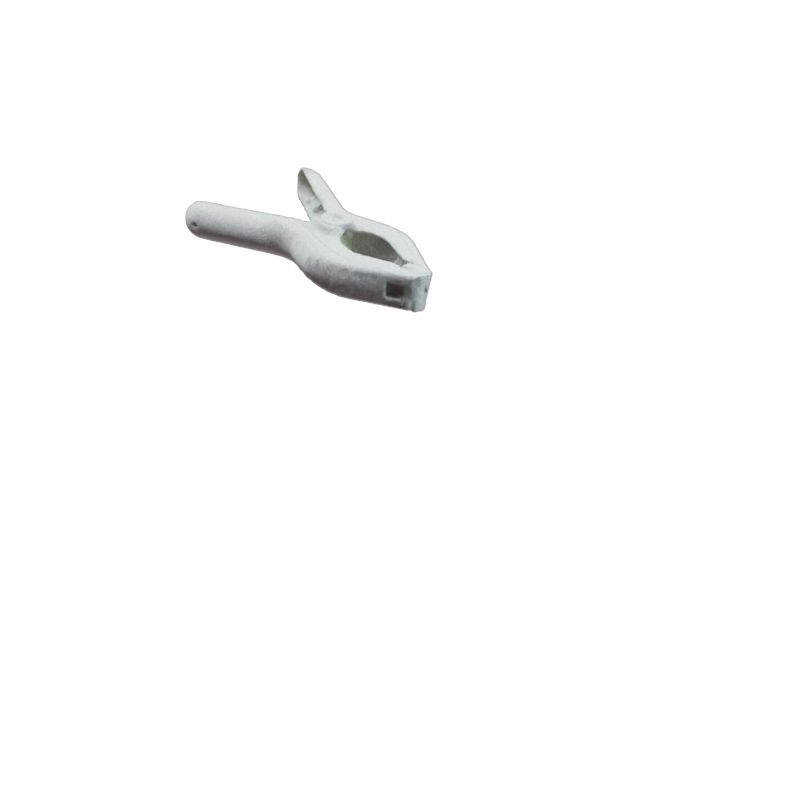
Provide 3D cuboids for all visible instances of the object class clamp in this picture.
[{"bbox_3d":[-0.057,-0.104,0.730,0.119,0.037,0.184,-24,42,-31],"label":"clamp"}]
